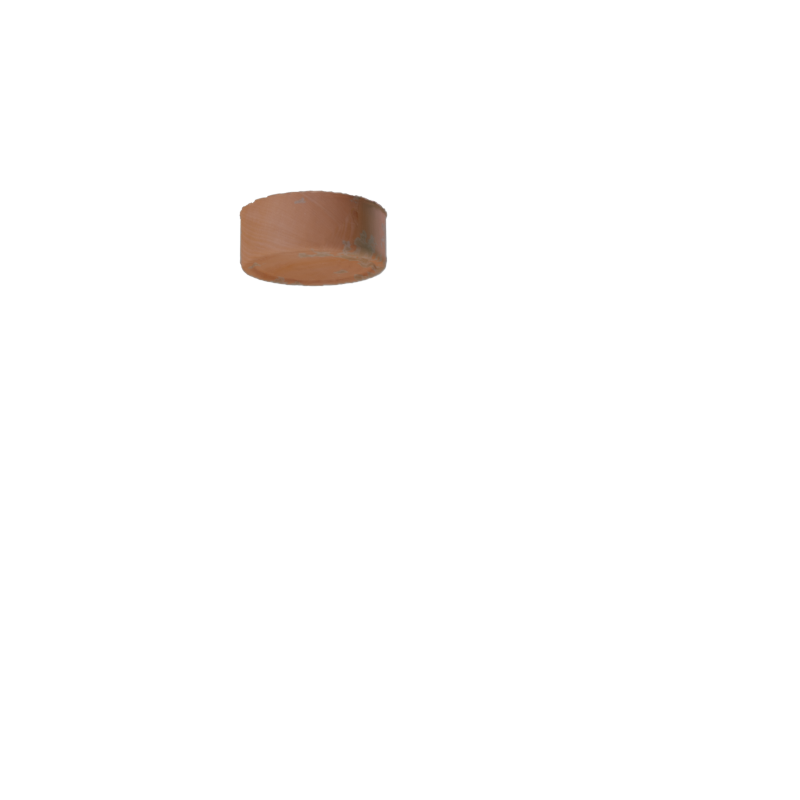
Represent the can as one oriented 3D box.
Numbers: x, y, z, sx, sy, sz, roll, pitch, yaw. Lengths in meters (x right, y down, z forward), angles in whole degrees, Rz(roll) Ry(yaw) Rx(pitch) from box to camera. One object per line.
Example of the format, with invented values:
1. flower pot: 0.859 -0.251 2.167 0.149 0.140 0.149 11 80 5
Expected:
1. can: -0.050 -0.091 0.640 0.086 0.035 0.083 0 -9 -2
